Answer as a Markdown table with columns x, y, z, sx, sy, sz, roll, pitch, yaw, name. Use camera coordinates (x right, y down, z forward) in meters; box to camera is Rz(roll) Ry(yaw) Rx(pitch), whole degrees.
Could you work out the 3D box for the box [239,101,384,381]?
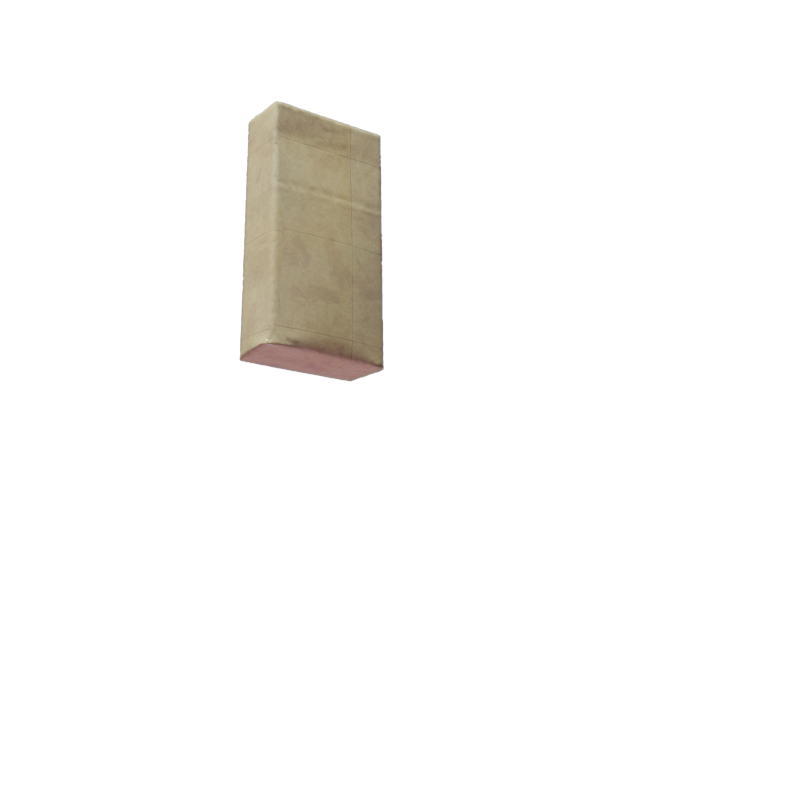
| x | y | z | sx | sy | sz | roll | pitch | yaw | name |
| --- | --- | --- | --- | --- | --- | --- | --- | --- | --- |
| -0.060 | -0.108 | 0.760 | 0.089 | 0.186 | 0.048 | 13 | -27 | -33 | box |
